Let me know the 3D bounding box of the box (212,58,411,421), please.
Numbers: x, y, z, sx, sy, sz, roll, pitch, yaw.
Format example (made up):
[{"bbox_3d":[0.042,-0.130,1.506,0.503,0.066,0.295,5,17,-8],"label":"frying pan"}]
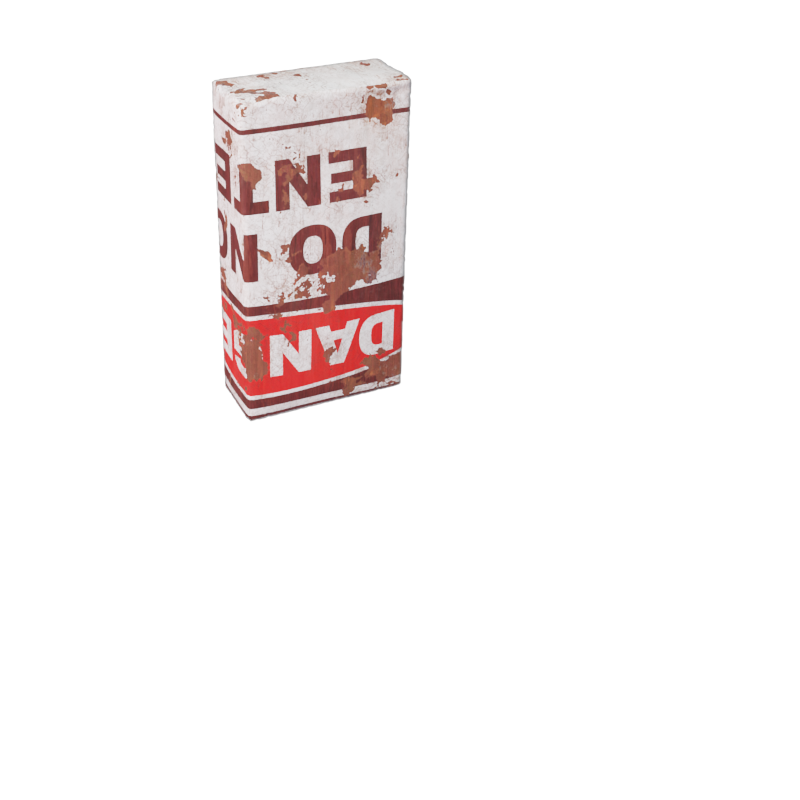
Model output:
[{"bbox_3d":[-0.045,-0.082,0.572,0.092,0.166,0.052,-13,34,-23],"label":"box"}]
